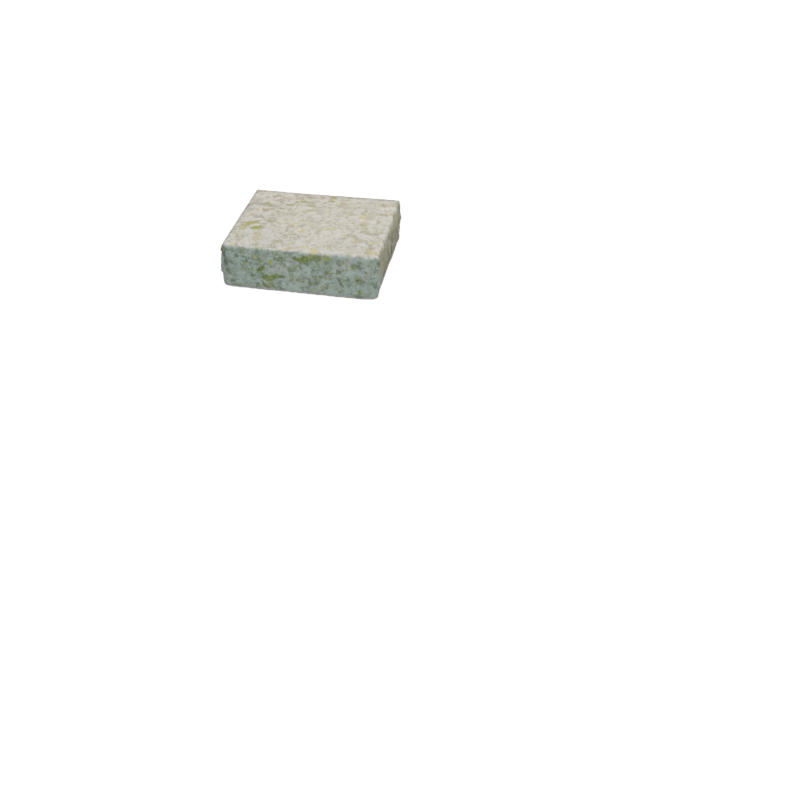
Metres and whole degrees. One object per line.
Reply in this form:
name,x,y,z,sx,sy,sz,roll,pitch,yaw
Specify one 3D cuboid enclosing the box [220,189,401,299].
box,-0.062,-0.113,0.794,0.115,0.036,0.094,7,36,10
